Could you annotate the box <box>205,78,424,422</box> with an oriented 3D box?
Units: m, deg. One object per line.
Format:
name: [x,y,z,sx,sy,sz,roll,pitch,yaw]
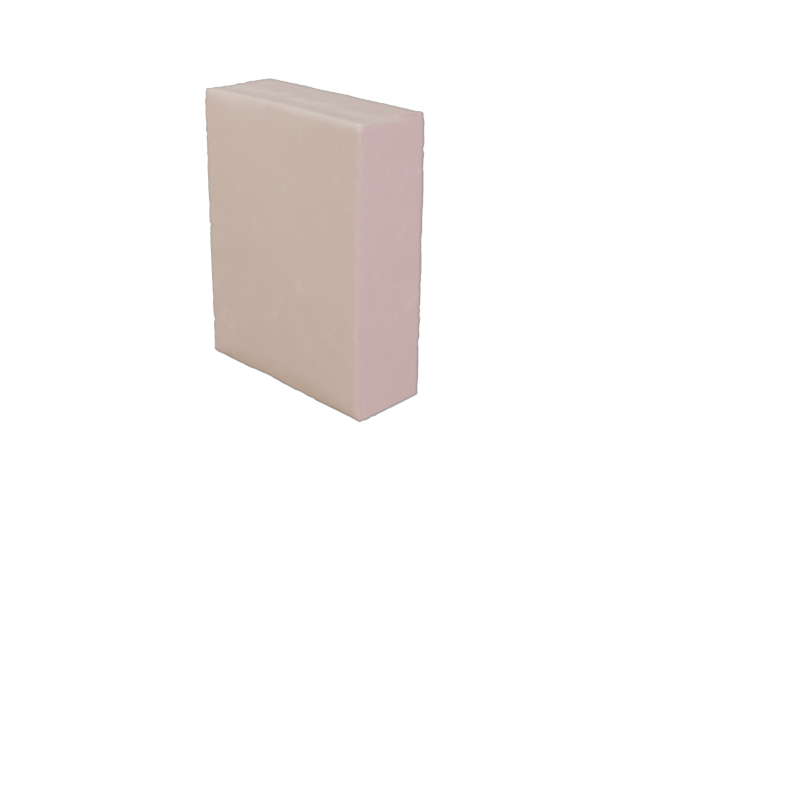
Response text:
box: [-0.063,-0.115,0.807,0.071,0.204,0.175,-19,30,-41]
